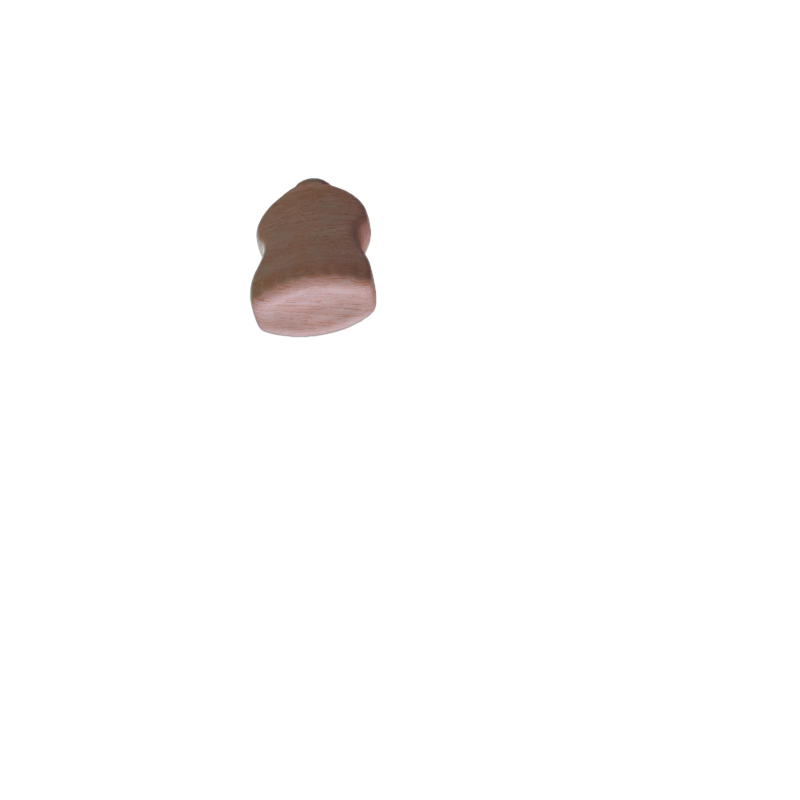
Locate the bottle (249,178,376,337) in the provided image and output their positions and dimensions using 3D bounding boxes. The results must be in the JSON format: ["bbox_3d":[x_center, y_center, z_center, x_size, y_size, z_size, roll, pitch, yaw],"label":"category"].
[{"bbox_3d":[-0.072,-0.132,0.925,0.096,0.054,0.205,-12,38,5],"label":"bottle"}]
